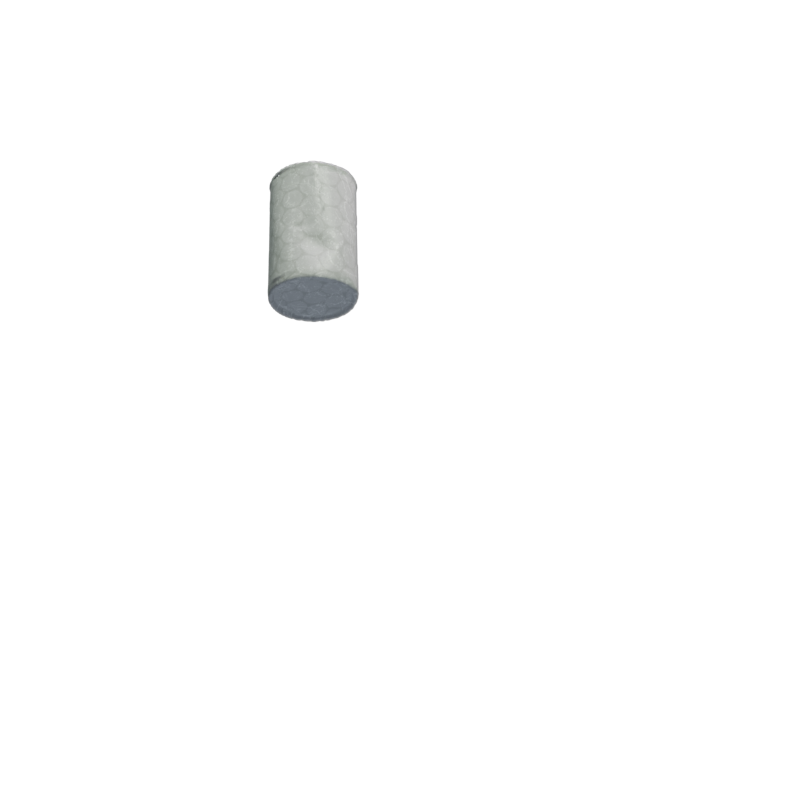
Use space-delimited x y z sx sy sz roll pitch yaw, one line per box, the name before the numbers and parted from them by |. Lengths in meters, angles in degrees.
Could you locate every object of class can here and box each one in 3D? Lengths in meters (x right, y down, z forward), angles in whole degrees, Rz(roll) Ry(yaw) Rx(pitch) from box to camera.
can | -0.065 -0.119 0.831 0.068 0.109 0.064 0 -30 -2
